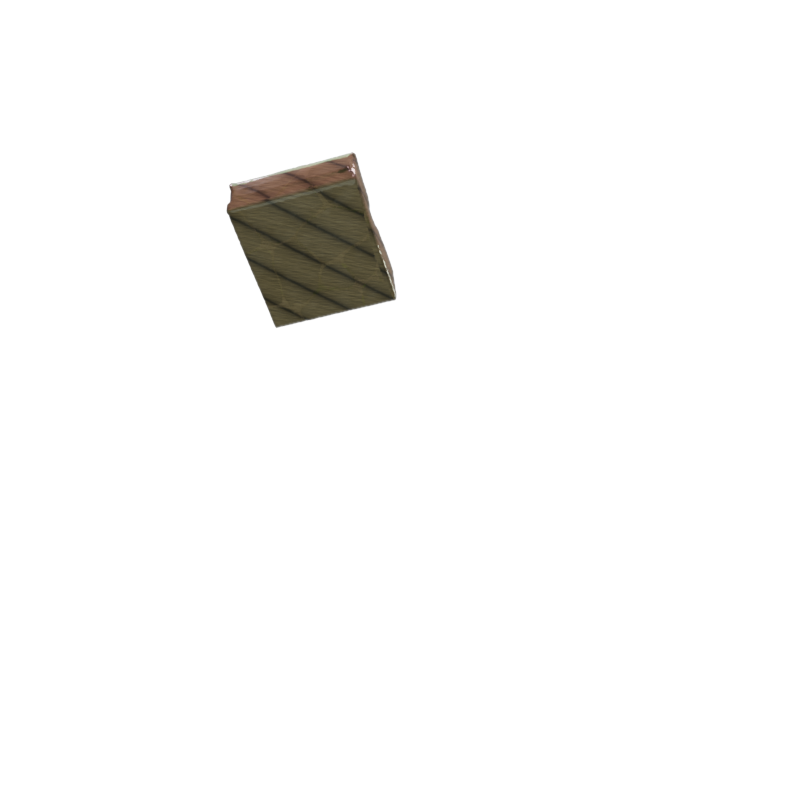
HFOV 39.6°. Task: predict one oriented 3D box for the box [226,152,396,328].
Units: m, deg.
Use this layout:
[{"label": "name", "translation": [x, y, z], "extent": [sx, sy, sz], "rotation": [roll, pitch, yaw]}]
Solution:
[{"label": "box", "translation": [-0.049, -0.089, 0.621], "extent": [0.073, 0.083, 0.032], "rotation": [-13, 36, 9]}]
